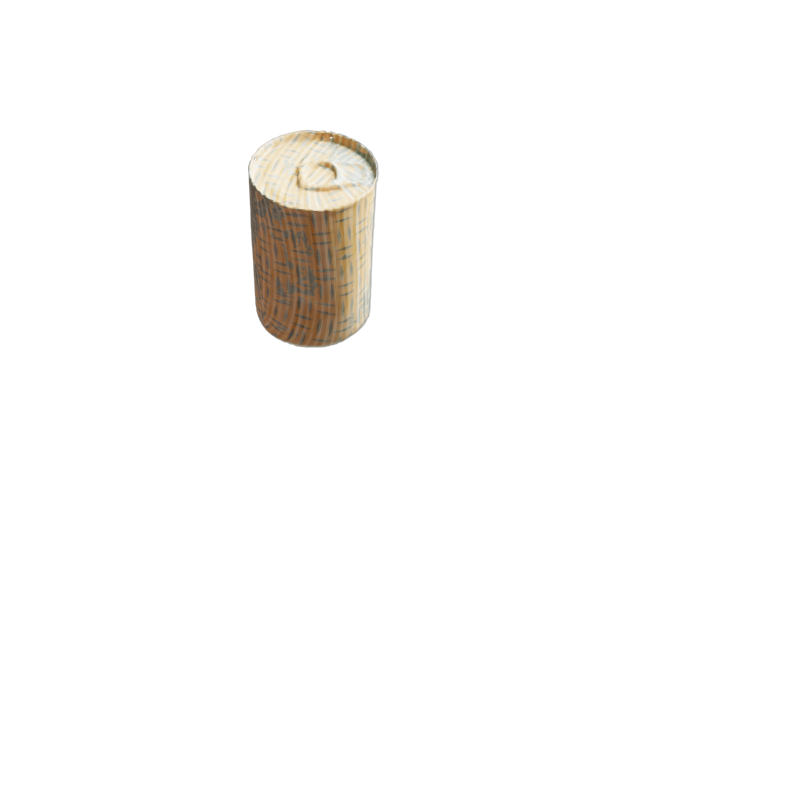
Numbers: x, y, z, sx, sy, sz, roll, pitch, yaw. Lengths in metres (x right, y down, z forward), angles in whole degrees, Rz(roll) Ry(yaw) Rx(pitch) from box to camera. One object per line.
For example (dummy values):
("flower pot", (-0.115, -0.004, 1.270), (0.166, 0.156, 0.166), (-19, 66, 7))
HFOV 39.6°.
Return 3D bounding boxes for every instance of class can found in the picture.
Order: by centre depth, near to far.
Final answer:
("can", (-0.047, -0.087, 0.606), (0.068, 0.074, 0.095), (0, -45, -3))
